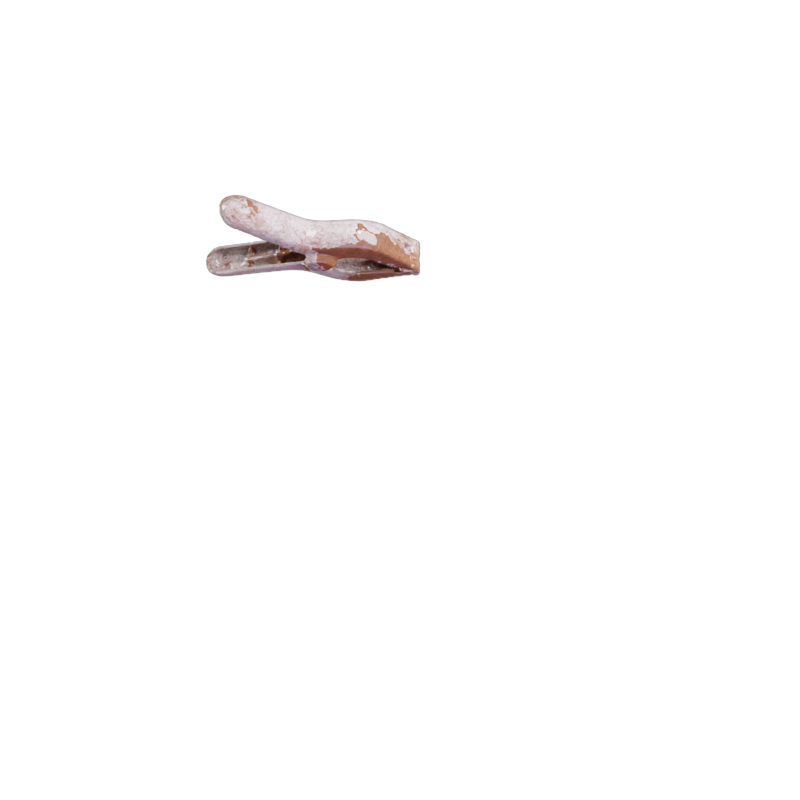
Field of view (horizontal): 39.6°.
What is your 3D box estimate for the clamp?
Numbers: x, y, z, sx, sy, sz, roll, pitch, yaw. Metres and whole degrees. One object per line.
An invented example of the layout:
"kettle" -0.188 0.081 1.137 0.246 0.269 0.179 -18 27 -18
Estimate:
"clamp" -0.067 -0.122 0.854 0.171 0.041 0.117 0 -11 -3
